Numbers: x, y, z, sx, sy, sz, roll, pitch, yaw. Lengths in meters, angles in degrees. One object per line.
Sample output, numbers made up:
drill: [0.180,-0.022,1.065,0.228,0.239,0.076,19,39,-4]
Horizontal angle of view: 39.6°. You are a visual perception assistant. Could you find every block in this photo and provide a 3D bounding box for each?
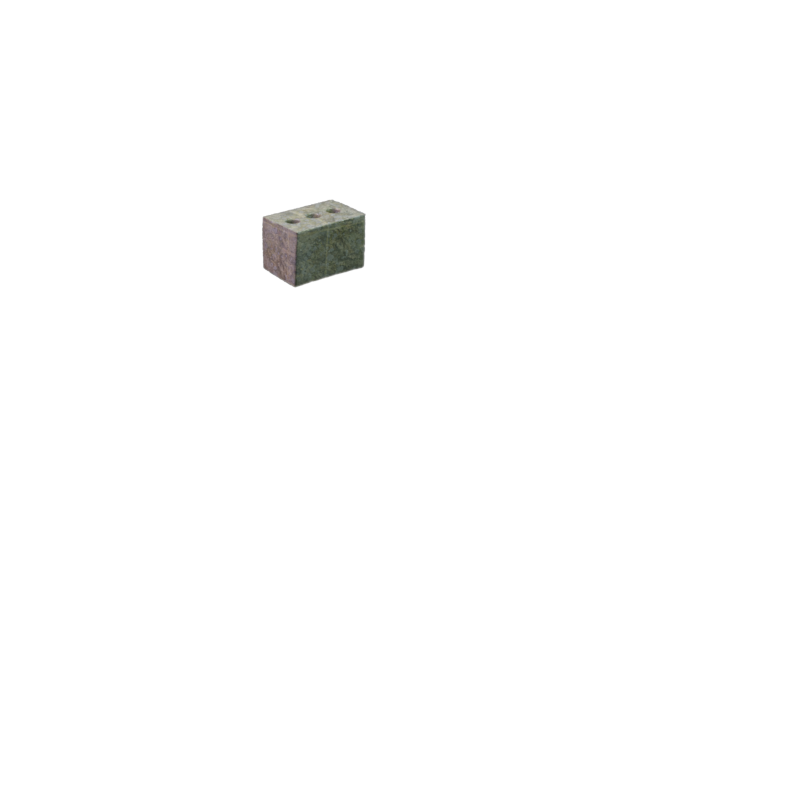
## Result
block: [-0.076,-0.139,0.976,0.077,0.049,0.056,-20,33,-35]
